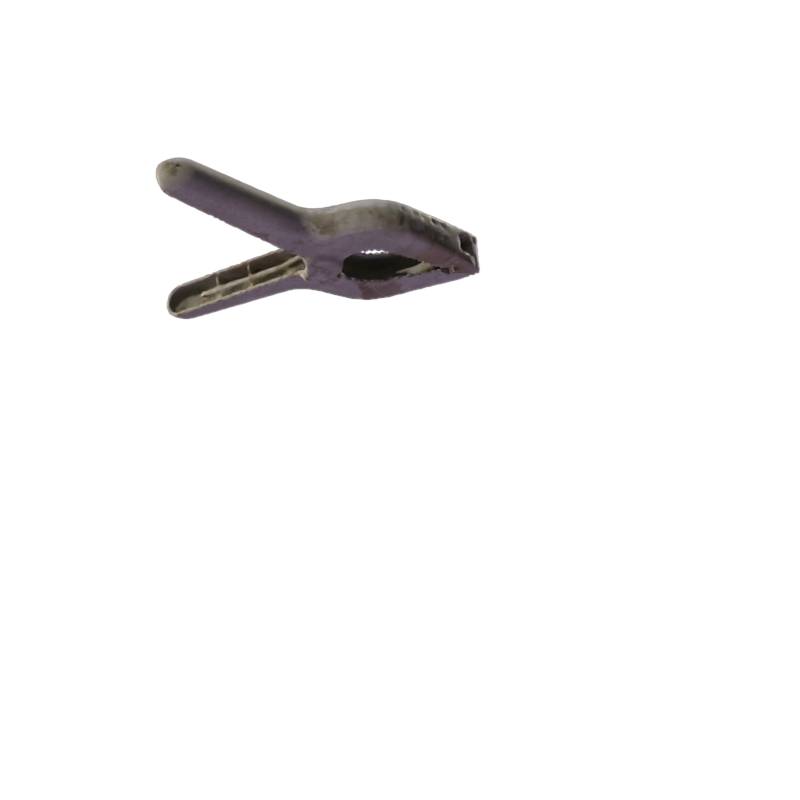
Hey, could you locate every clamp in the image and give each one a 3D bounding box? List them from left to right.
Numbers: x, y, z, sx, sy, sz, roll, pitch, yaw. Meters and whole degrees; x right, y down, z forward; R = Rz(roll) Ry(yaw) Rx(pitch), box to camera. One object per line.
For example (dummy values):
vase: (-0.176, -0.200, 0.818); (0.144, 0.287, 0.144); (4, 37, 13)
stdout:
clamp: (-0.055, -0.100, 0.698); (0.210, 0.039, 0.154); (-1, -26, 1)
